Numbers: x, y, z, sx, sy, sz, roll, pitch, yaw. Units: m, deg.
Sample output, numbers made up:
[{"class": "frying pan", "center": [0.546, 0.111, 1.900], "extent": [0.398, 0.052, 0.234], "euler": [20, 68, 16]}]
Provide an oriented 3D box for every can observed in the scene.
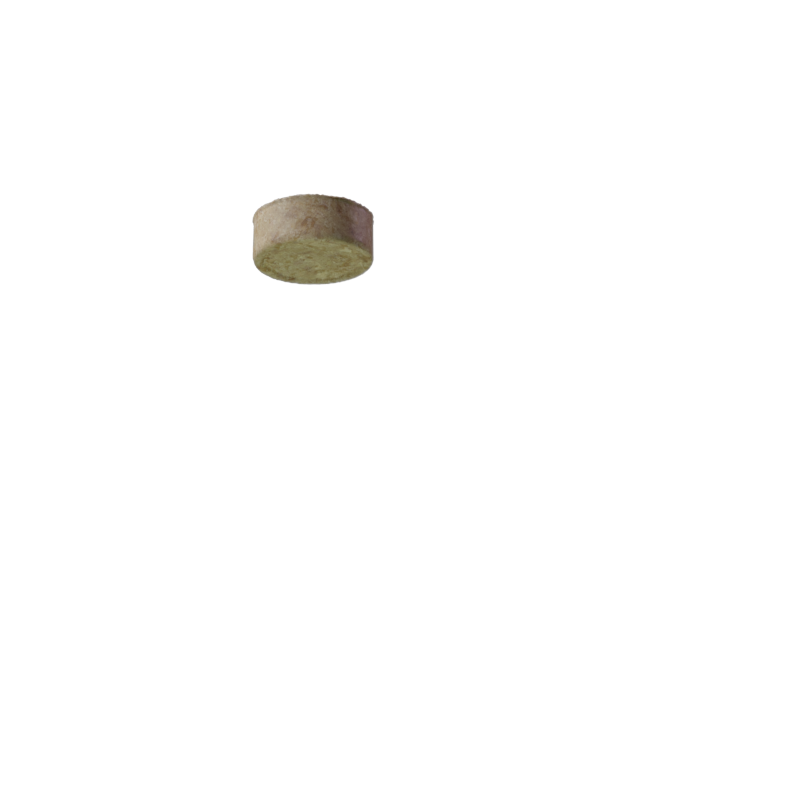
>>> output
[{"class": "can", "center": [-0.061, -0.111, 0.776], "extent": [0.086, 0.035, 0.082], "euler": [0, -17, -2]}]
